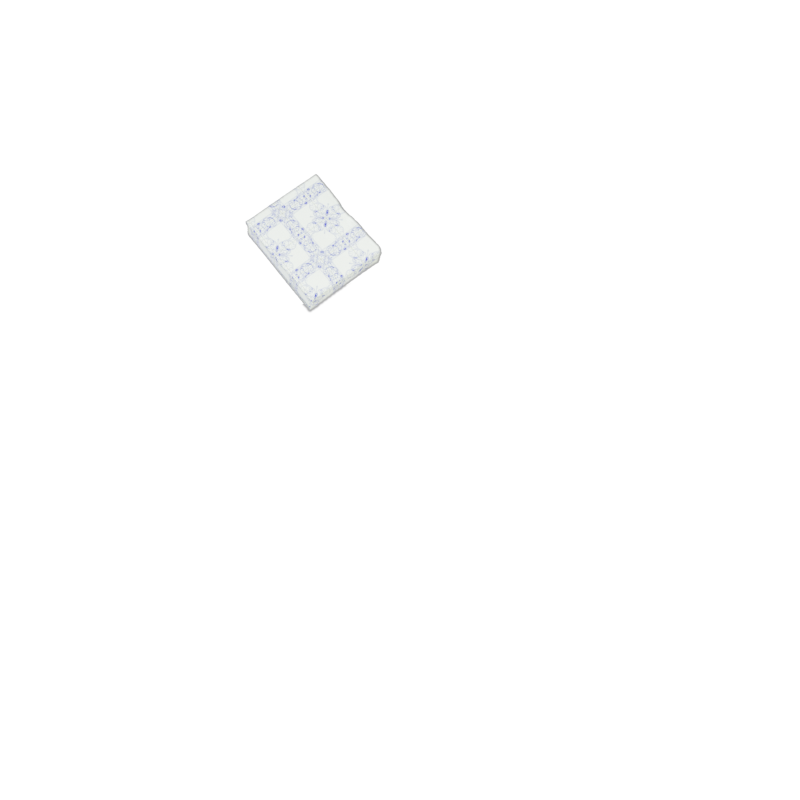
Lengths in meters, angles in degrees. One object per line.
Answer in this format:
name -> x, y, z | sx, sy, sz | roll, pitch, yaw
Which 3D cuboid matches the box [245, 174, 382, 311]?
box -> -0.071, -0.129, 0.903 | 0.073, 0.093, 0.029 | -36, -17, -13
